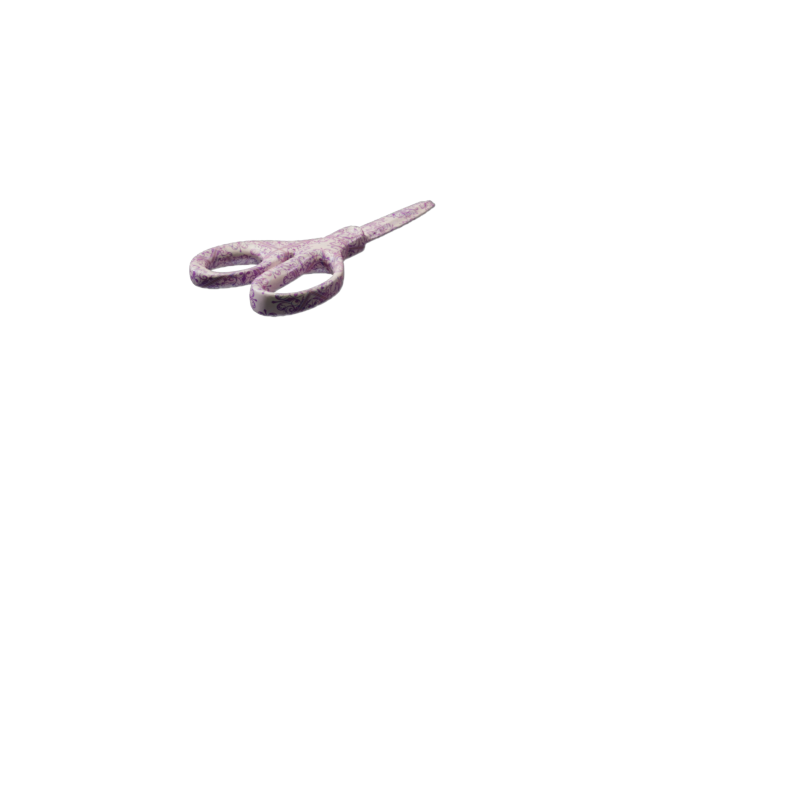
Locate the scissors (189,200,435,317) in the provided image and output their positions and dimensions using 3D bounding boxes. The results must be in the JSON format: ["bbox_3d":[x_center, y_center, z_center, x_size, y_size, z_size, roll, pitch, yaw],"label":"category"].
[{"bbox_3d":[-0.052,-0.094,0.658,0.099,0.015,0.206,8,27,16],"label":"scissors"}]
